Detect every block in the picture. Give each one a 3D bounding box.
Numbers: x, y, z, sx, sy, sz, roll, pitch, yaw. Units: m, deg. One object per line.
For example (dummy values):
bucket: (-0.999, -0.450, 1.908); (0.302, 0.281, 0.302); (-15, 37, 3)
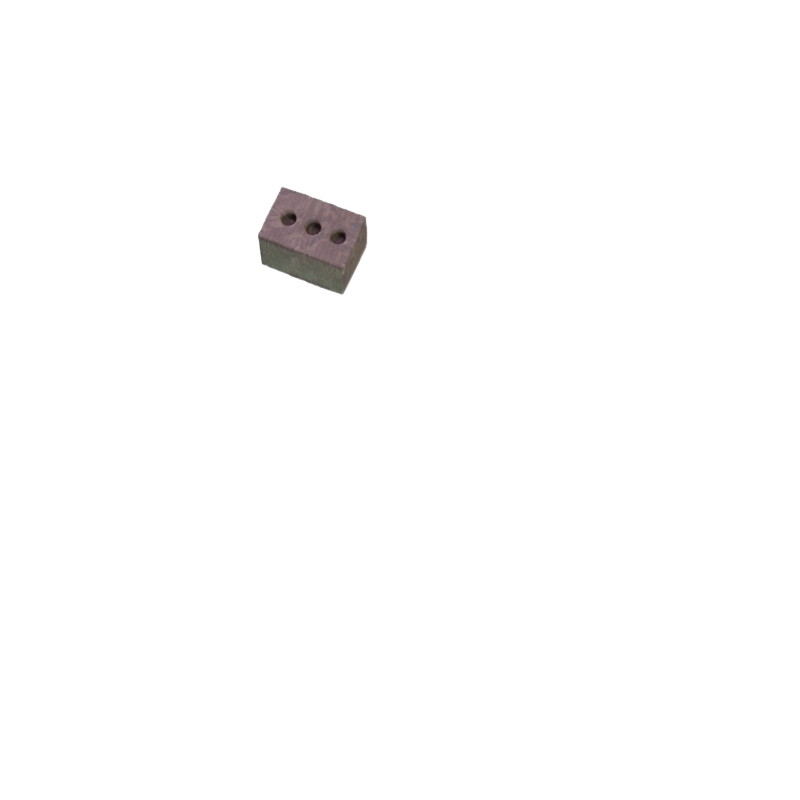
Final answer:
block: (-0.072, -0.131, 0.919); (0.079, 0.055, 0.048); (20, -23, 8)
